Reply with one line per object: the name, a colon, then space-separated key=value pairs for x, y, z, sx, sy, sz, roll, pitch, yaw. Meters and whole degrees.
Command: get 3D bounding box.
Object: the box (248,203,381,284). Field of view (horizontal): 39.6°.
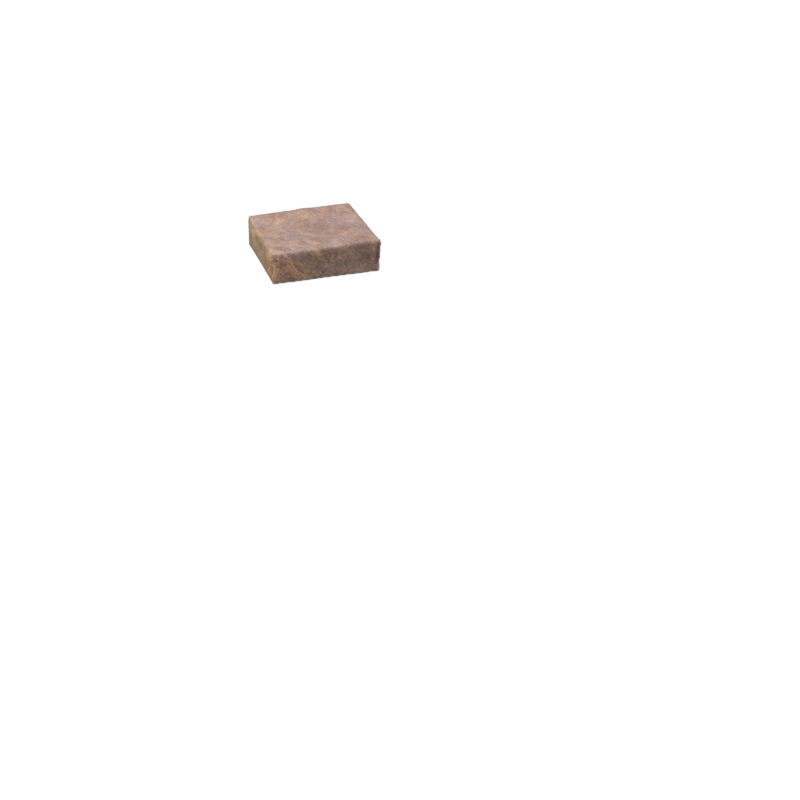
box: x=-0.068 y=-0.125 z=0.874 sx=0.088 sy=0.028 sz=0.079 roll=-10 pitch=33 yaw=-16
